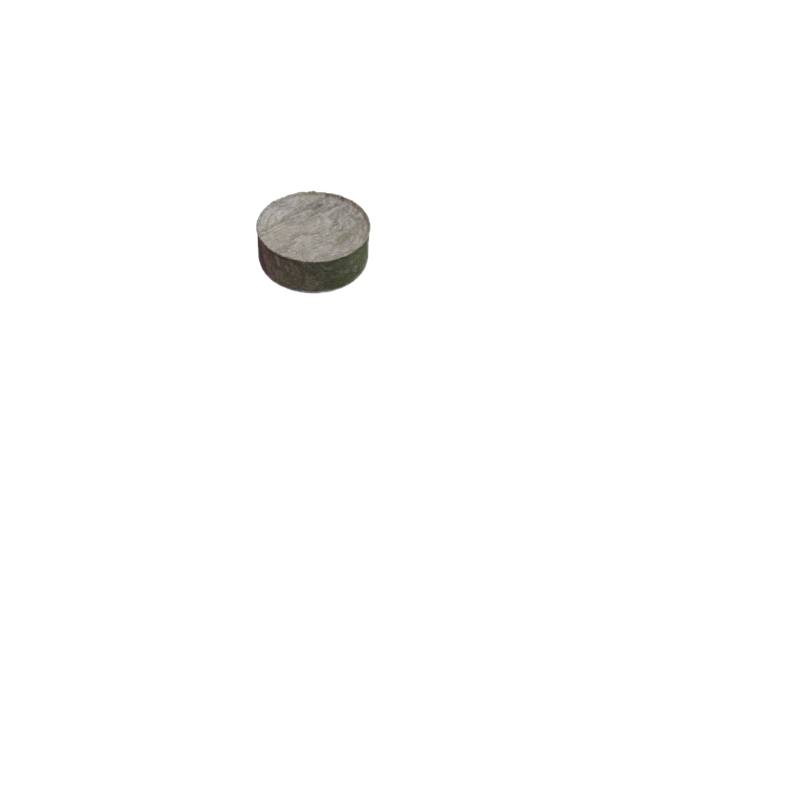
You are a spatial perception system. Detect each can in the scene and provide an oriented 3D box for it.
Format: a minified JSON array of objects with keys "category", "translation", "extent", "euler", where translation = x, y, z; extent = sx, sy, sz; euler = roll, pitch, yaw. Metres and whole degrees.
[{"category":"can","translation":[-0.066,-0.120,0.841],"extent":[0.086,0.031,0.092],"euler":[-1,44,-2]}]
